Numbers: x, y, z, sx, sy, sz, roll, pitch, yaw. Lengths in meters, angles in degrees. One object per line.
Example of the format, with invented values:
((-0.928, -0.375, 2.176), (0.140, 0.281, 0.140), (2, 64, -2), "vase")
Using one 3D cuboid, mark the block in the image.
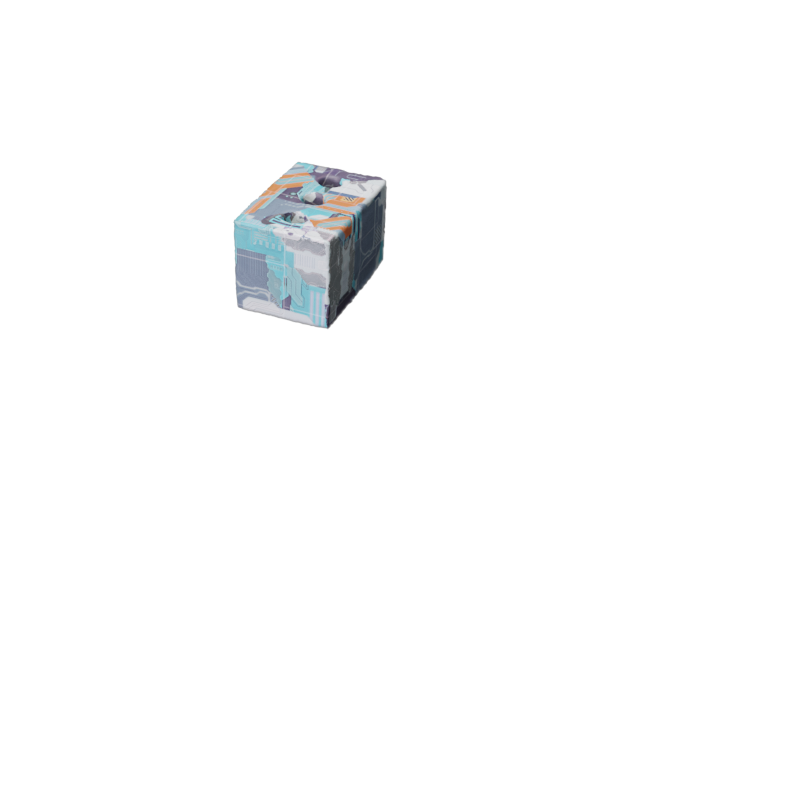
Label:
((-0.045, -0.081, 0.569), (0.054, 0.048, 0.080), (12, 35, 17), "block")
